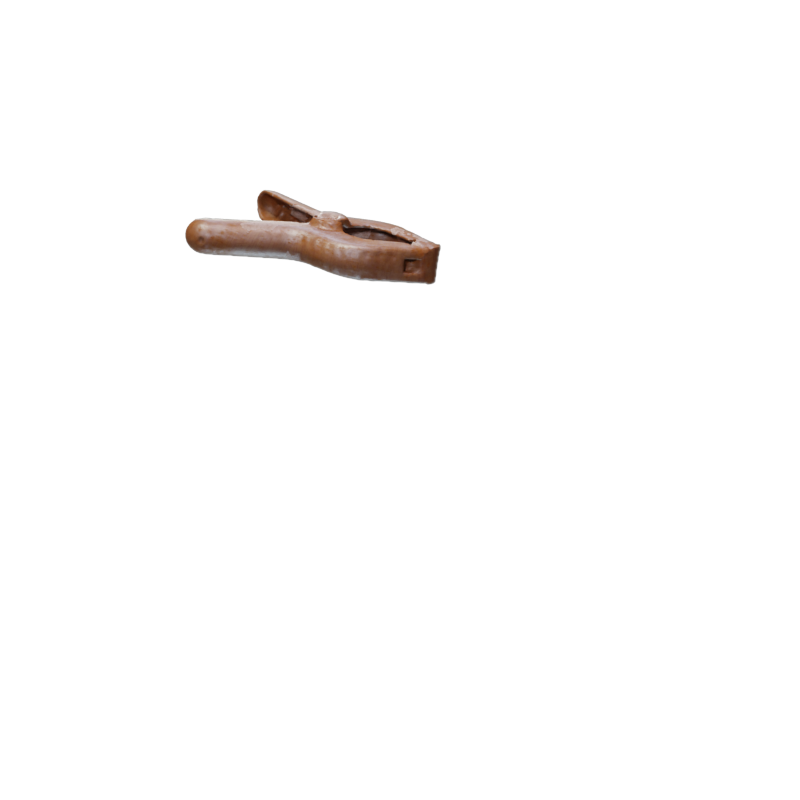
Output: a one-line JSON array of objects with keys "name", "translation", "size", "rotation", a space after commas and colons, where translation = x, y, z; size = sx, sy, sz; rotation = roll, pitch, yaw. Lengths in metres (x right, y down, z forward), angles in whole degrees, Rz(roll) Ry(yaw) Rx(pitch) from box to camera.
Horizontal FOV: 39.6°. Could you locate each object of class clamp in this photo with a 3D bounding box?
[{"name": "clamp", "translation": [-0.061, -0.110, 0.773], "size": [0.180, 0.037, 0.121], "rotation": [16, 32, 28]}]
